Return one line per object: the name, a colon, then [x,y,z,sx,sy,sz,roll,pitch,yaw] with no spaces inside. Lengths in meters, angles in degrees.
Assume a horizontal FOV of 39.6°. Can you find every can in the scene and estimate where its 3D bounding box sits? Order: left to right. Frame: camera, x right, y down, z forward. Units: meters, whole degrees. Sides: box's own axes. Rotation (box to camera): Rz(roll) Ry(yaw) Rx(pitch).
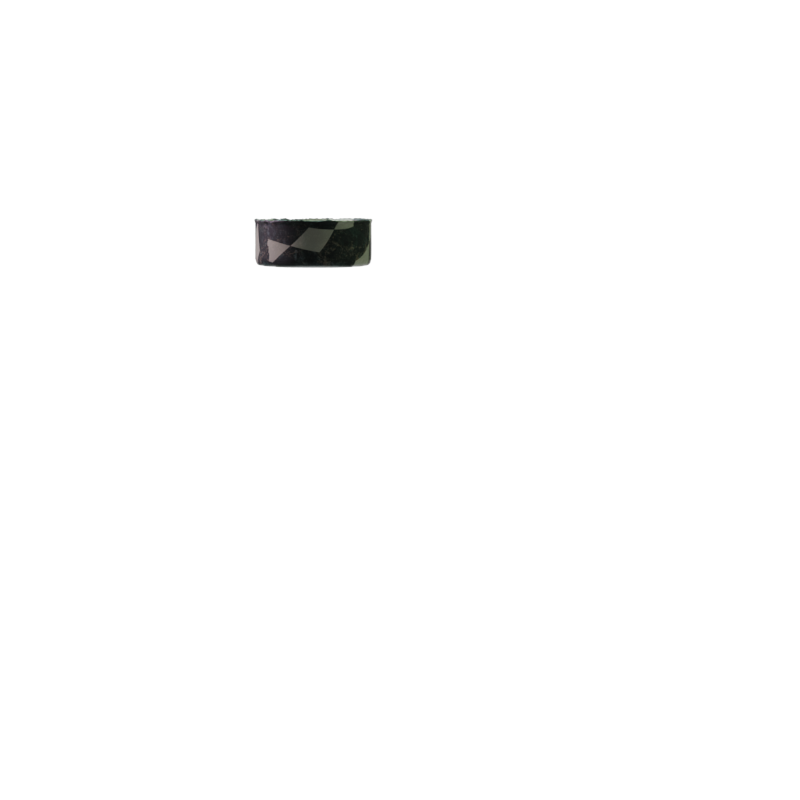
can: [-0.063,-0.115,0.806,0.086,0.033,0.087,0,9,-2]
